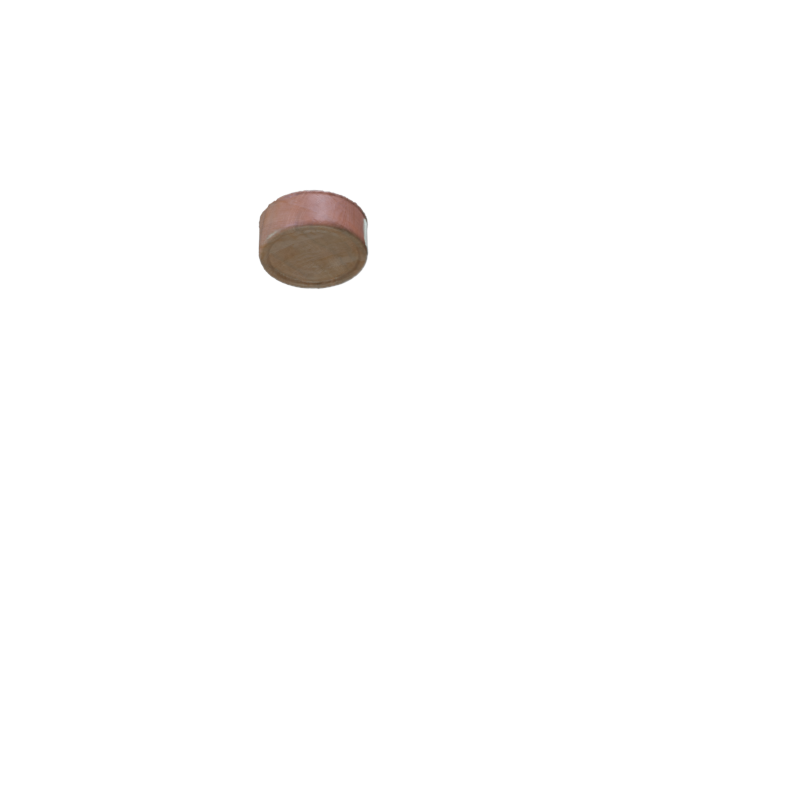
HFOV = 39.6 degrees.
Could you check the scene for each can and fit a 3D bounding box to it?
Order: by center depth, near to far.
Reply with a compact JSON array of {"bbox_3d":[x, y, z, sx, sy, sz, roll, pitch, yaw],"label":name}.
[{"bbox_3d":[-0.067,-0.123,0.861,0.086,0.036,0.080,1,-32,-2],"label":"can"}]
